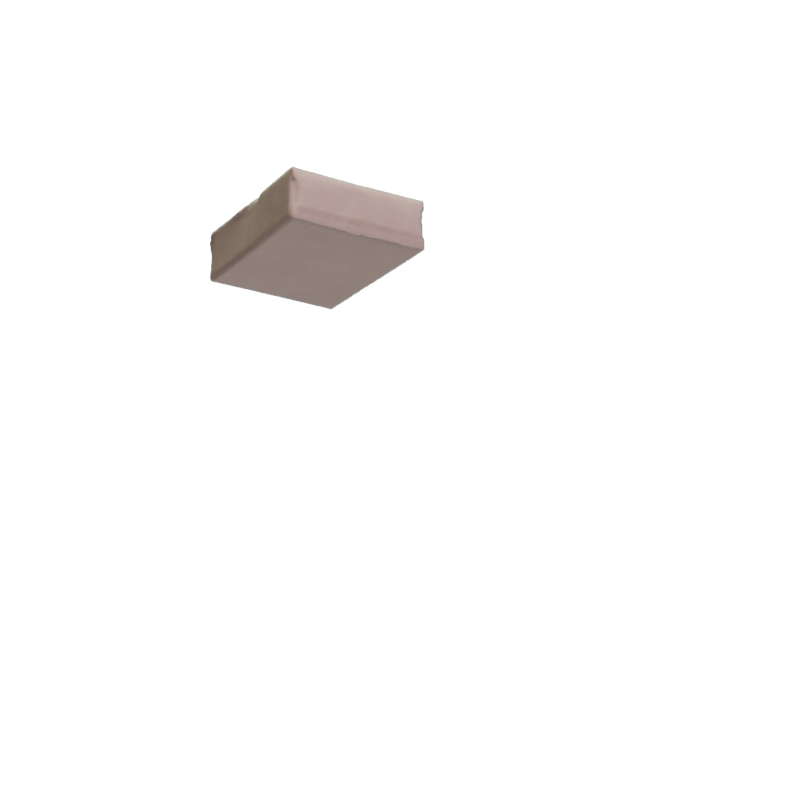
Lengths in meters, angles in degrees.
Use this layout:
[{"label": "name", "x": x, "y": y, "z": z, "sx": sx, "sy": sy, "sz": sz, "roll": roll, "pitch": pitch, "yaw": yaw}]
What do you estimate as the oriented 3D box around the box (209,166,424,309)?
[{"label": "box", "x": -0.043, "y": -0.078, "z": 0.545, "sx": 0.070, "sy": 0.032, "sz": 0.089, "roll": 11, "pitch": -21, "yaw": -31}]
